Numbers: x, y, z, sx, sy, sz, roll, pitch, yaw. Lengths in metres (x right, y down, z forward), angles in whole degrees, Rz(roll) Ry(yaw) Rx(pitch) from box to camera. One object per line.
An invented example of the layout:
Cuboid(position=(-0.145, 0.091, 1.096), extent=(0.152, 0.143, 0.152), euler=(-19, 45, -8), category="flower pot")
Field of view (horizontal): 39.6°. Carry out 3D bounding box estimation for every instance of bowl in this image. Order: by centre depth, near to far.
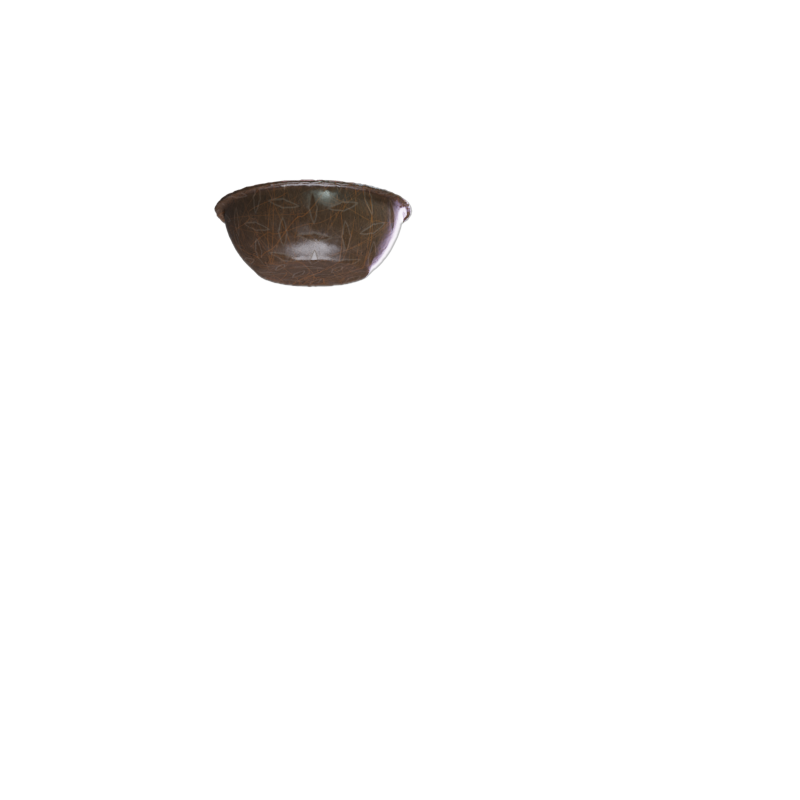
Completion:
Cuboid(position=(-0.071, -0.129, 0.901), extent=(0.162, 0.057, 0.158), euler=(0, -9, -2), category="bowl")
